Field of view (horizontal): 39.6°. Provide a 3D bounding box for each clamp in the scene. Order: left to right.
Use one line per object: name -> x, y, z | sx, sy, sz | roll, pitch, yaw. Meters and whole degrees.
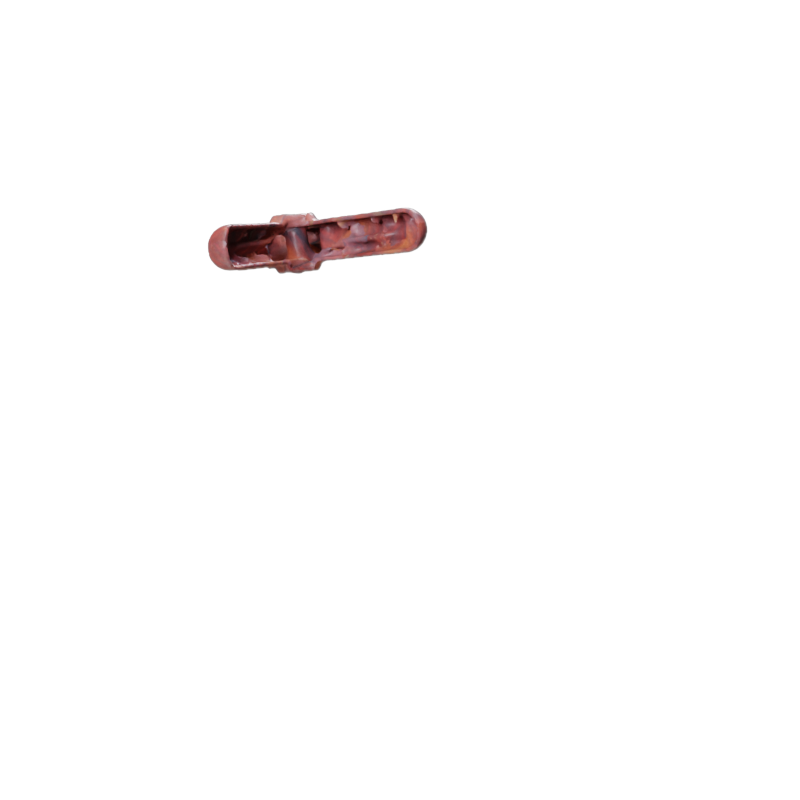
clamp -> -0.052, -0.095, 0.668 | 0.119, 0.039, 0.174 | -1, 9, -6
